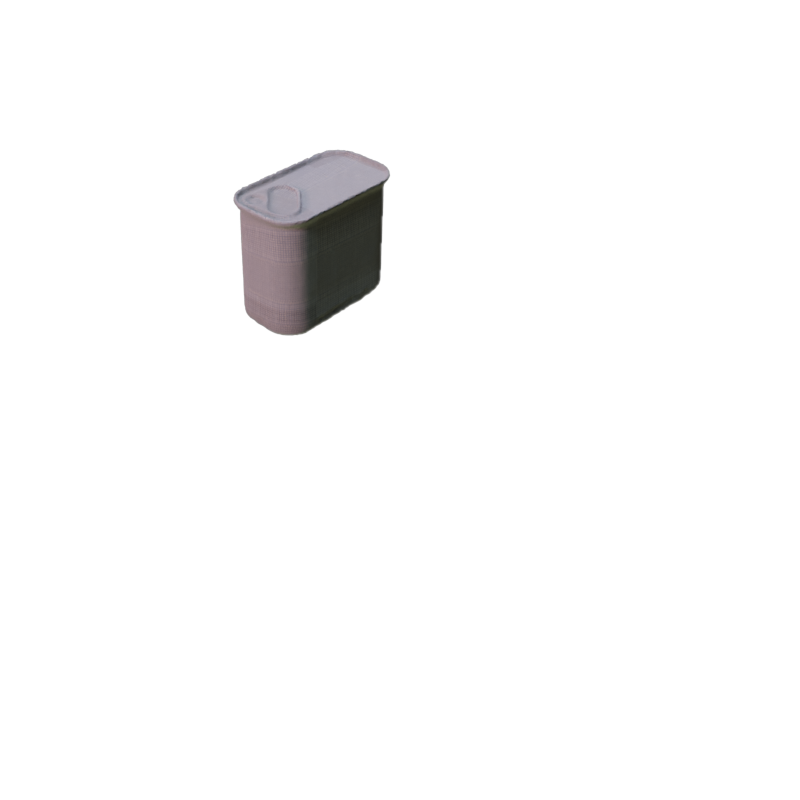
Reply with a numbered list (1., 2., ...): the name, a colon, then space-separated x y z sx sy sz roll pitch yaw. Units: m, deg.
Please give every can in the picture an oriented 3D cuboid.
1. can: -0.055 -0.100 0.703 0.061 0.079 0.102 26 42 32
